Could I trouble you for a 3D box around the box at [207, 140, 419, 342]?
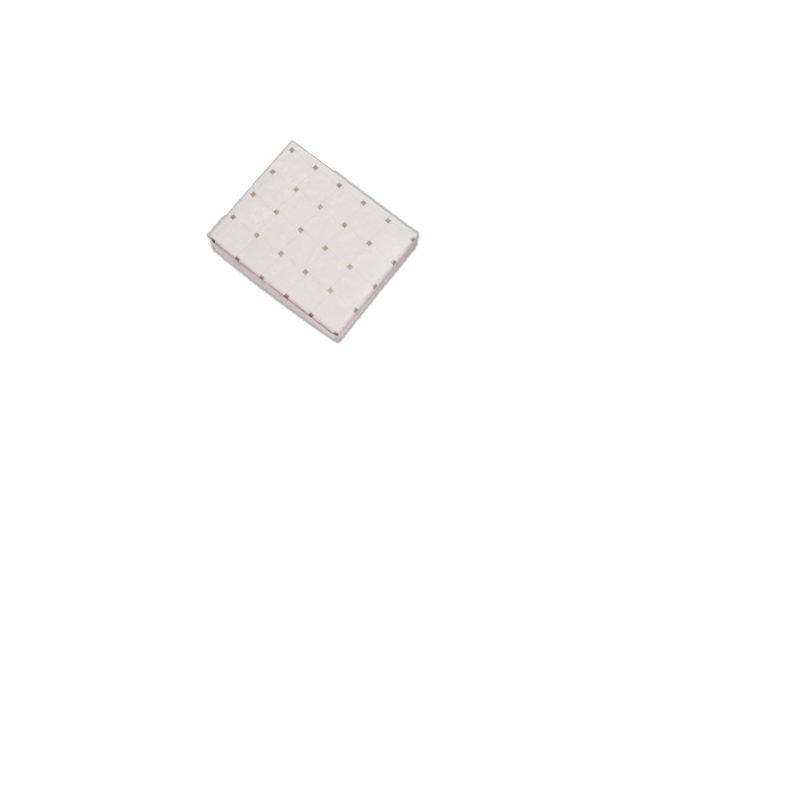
[{"bbox_3d":[-0.059,-0.107,0.749,0.116,0.091,0.037,37,-12,9],"label":"box"}]
